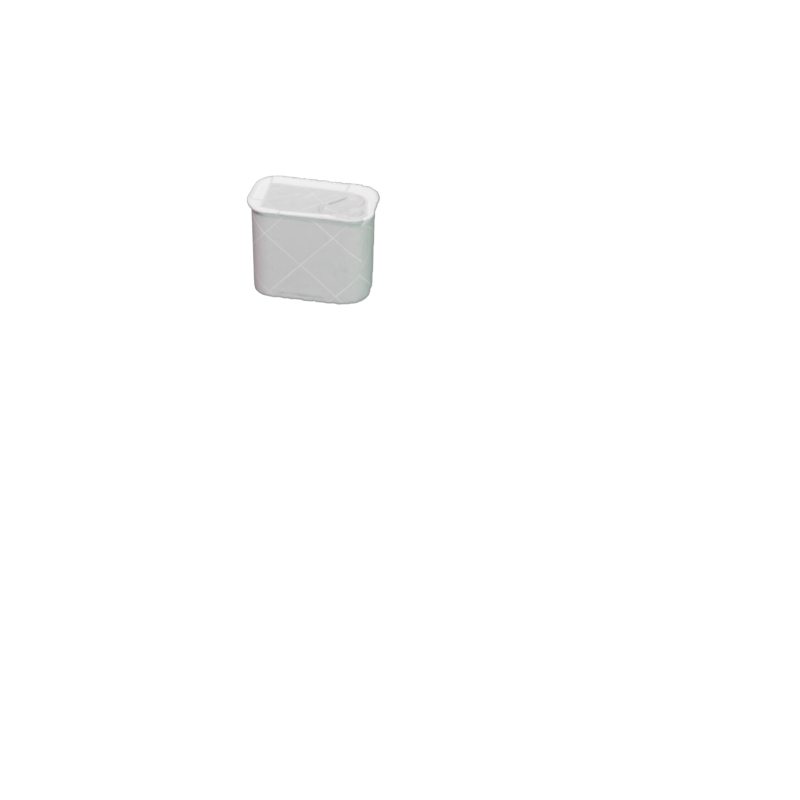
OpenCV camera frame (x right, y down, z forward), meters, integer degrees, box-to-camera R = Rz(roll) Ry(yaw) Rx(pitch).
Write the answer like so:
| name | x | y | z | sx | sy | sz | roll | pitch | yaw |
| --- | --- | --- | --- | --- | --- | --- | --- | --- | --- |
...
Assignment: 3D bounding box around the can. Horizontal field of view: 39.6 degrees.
| name | x | y | z | sx | sy | sz | roll | pitch | yaw |
| --- | --- | --- | --- | --- | --- | --- | --- | --- | --- |
| can | -0.070 | -0.127 | 0.891 | 0.103 | 0.078 | 0.060 | 8 | 36 | 9 |
